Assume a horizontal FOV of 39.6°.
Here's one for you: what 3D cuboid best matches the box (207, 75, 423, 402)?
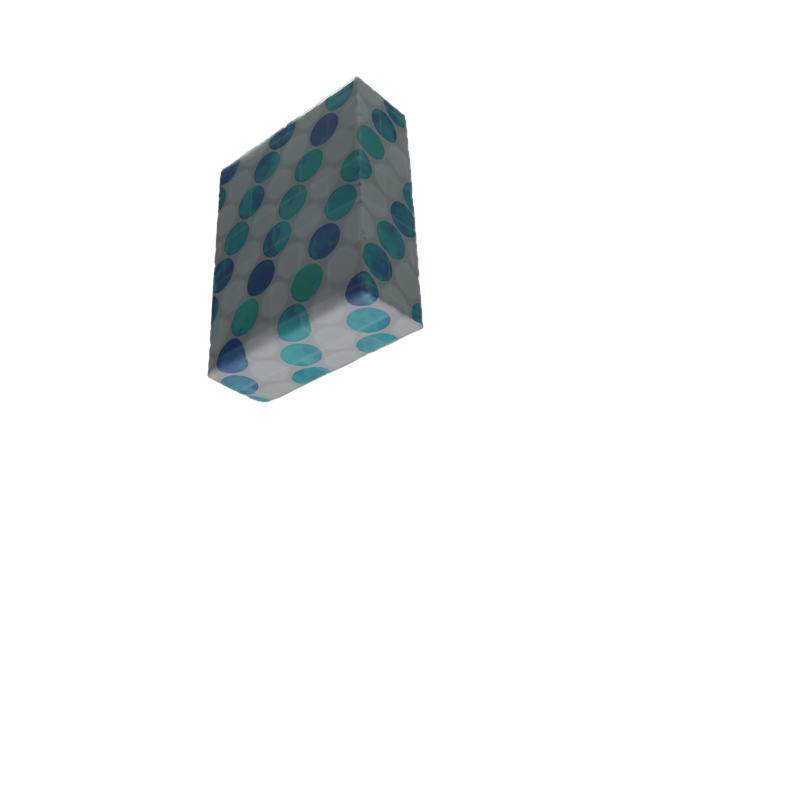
[{"bbox_3d":[-0.068,-0.125,0.875,0.164,0.229,0.067,-27,-42,31],"label":"box"}]
